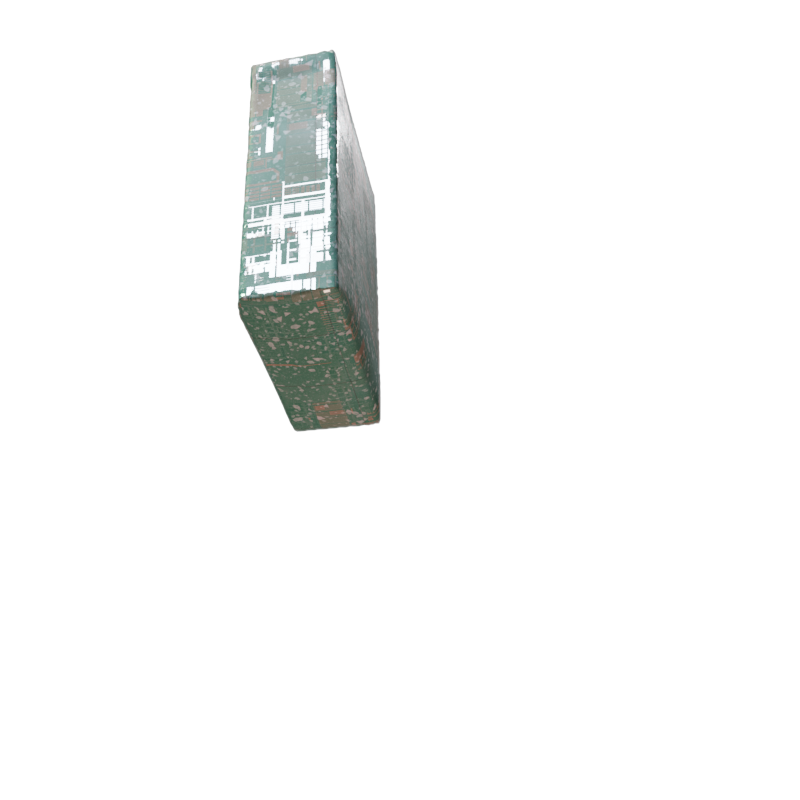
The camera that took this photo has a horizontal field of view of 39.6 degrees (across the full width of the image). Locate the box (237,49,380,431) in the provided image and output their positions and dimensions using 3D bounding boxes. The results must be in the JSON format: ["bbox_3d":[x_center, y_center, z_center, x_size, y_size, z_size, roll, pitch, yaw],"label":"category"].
[{"bbox_3d":[-0.061,-0.112,0.782,0.072,0.229,0.152,-8,-36,7],"label":"box"}]
